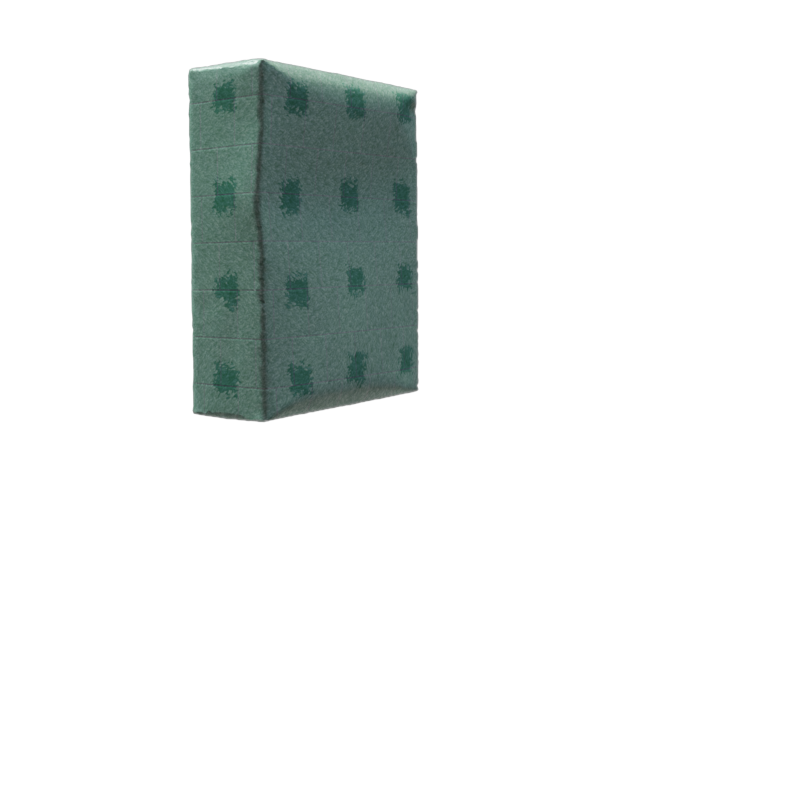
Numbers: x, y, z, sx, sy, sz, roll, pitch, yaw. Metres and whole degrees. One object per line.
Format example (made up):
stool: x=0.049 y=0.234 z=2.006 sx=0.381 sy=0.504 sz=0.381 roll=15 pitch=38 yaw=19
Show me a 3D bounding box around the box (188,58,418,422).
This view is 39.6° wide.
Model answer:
box: x=-0.056 y=-0.103 z=0.719 sx=0.075 sy=0.214 sz=0.158 roll=0 pitch=2 yaw=37
